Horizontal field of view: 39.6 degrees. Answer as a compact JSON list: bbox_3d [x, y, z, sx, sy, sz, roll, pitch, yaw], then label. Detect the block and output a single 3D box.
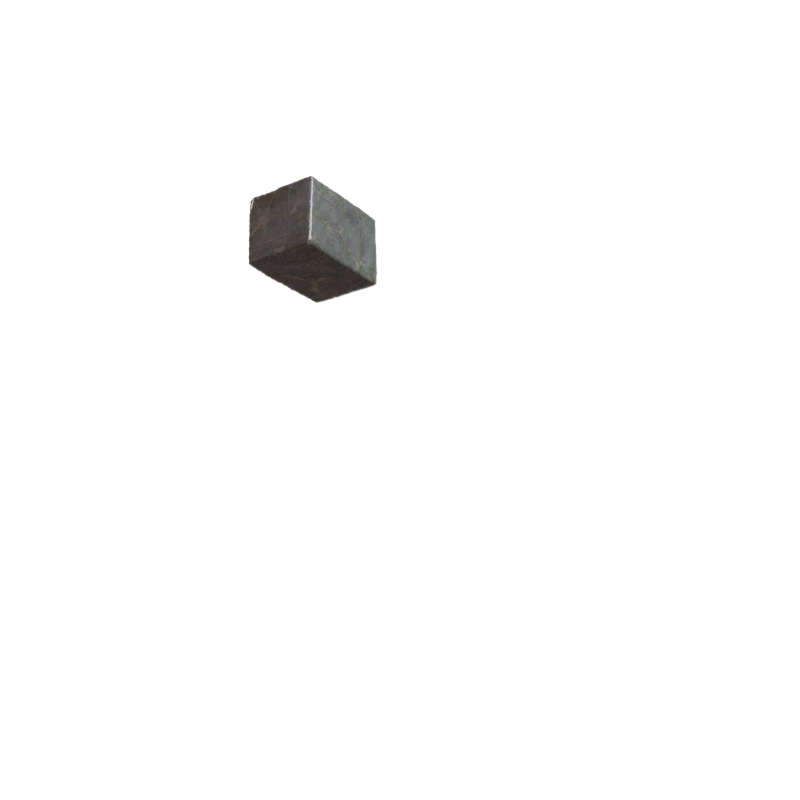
[{"bbox_3d":[-0.058,-0.106,0.746,0.053,0.054,0.073,-16,-27,31],"label":"block"}]
